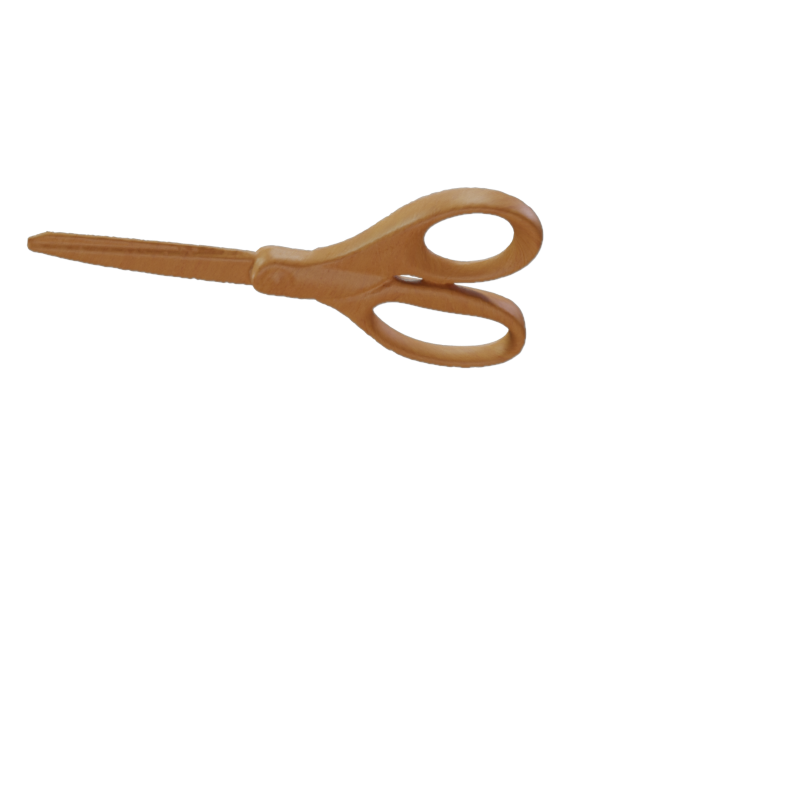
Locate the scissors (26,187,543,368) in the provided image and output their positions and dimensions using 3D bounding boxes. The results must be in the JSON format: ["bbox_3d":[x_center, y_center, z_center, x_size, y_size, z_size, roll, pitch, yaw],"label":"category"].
[{"bbox_3d":[-0.033,-0.061,0.427,0.195,0.017,0.092,18,-49,-16],"label":"scissors"}]
